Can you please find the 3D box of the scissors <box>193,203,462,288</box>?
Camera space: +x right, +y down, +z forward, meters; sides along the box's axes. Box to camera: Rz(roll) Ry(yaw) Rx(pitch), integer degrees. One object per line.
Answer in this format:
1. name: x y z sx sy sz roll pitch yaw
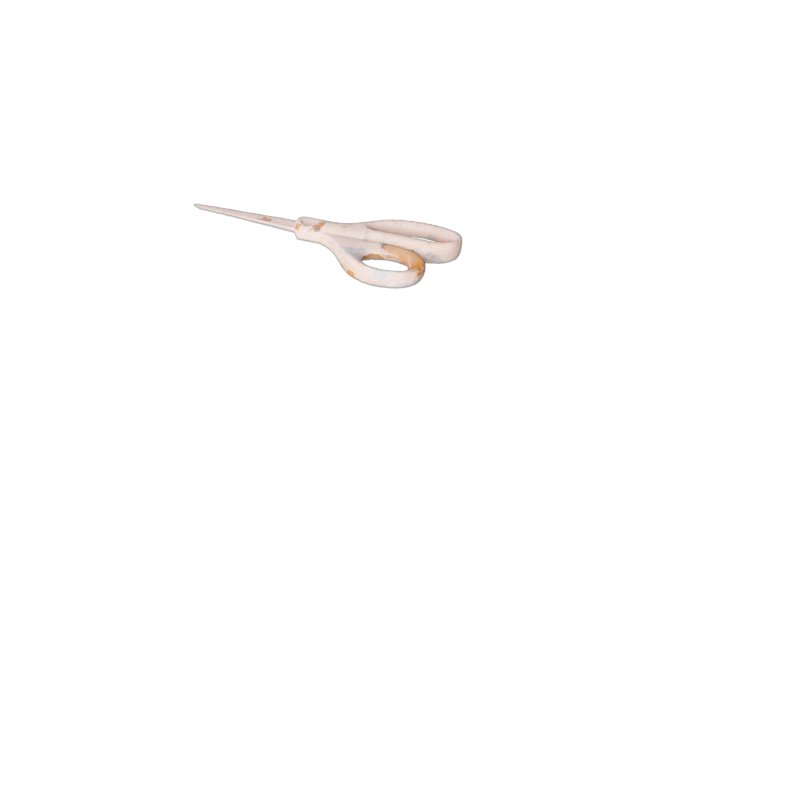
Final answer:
1. scissors: -0.060 -0.109 0.766 0.205 0.015 0.100 6 31 10
